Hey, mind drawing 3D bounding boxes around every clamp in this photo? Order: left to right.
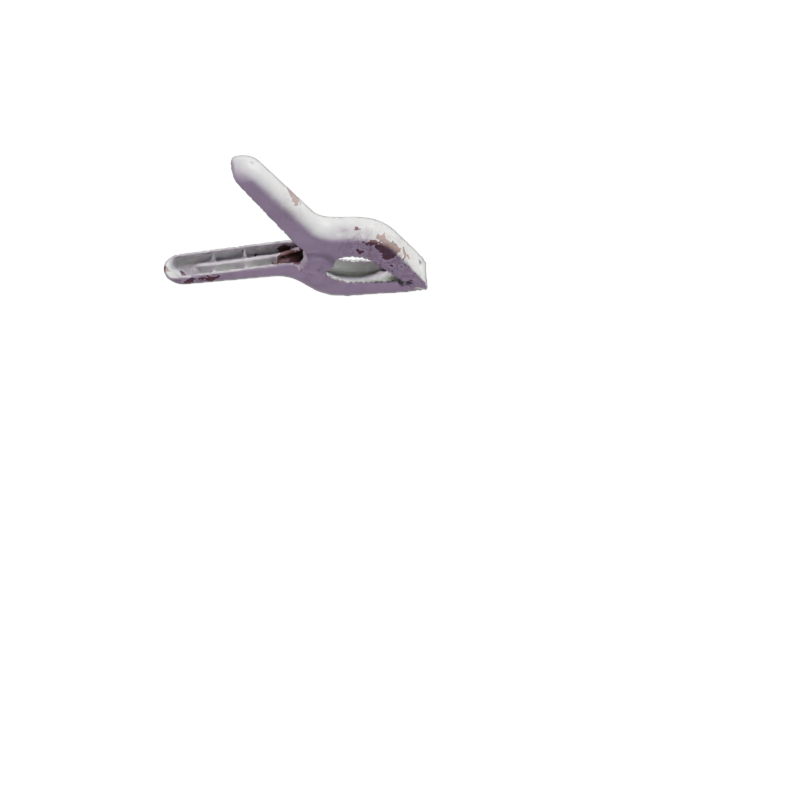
[{"bbox_3d":[-0.069,-0.125,0.878,0.204,0.039,0.159,9,-28,-17],"label":"clamp"}]
